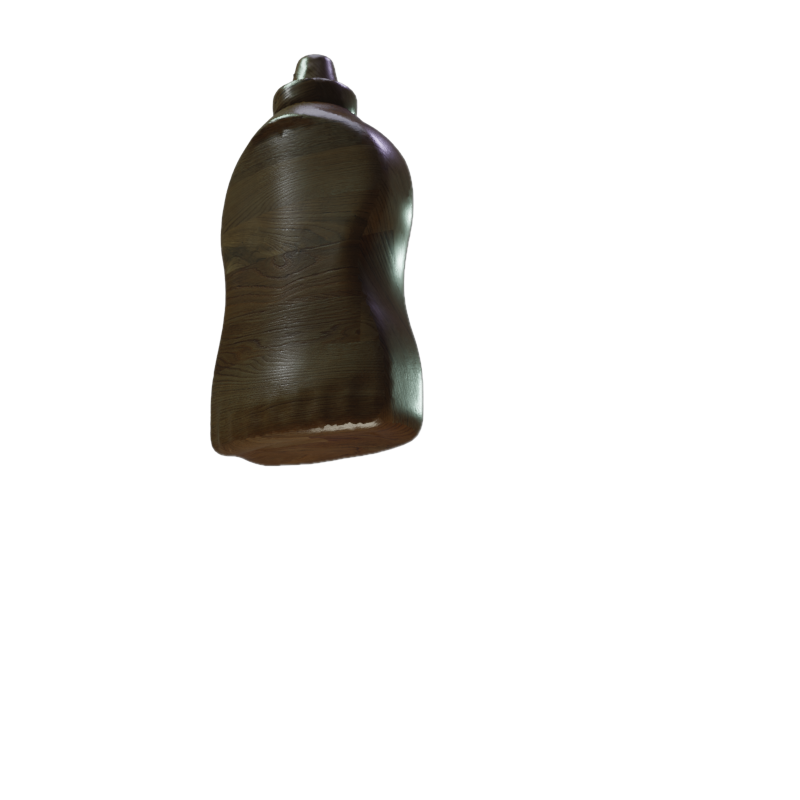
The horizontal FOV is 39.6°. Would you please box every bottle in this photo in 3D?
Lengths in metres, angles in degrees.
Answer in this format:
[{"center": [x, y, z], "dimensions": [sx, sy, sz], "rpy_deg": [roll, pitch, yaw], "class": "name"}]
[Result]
[{"center": [-0.039, -0.072, 0.505], "dimensions": [0.097, 0.201, 0.055], "rpy_deg": [-16, -26, 34], "class": "bottle"}]
